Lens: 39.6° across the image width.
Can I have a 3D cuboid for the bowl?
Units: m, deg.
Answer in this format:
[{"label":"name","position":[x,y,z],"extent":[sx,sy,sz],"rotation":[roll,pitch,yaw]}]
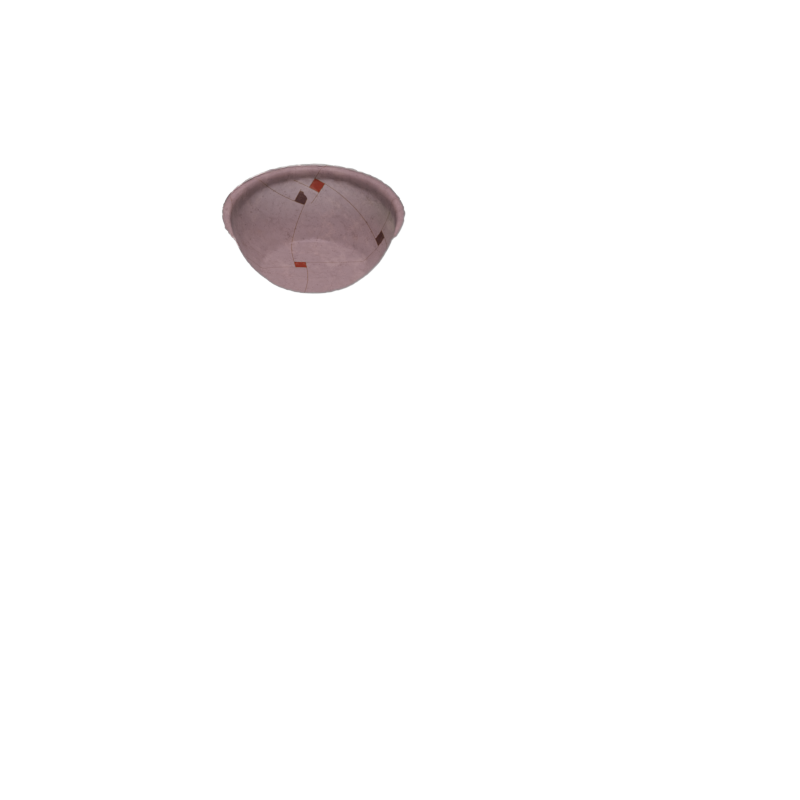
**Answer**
[{"label":"bowl","position":[-0.076,-0.138,0.968],"extent":[0.162,0.058,0.153],"rotation":[1,-26,-2]}]
